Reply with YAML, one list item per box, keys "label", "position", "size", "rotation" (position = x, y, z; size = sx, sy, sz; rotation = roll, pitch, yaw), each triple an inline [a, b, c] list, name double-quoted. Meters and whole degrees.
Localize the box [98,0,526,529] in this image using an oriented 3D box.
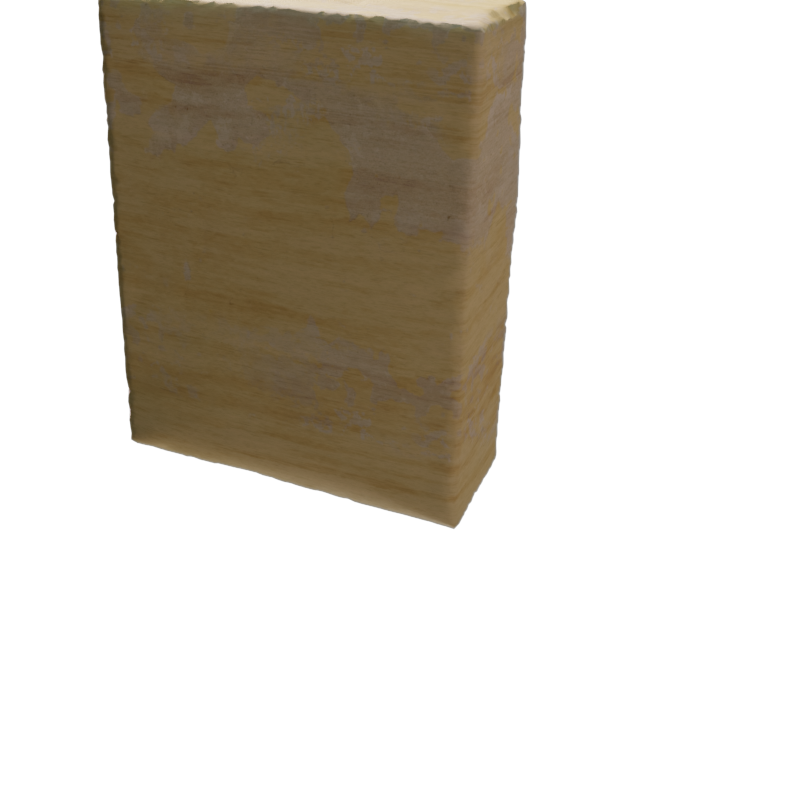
- label: "box"
  position: [-0.038, -0.069, 0.480]
  size: [0.170, 0.203, 0.073]
  rotation: [12, 26, 22]
